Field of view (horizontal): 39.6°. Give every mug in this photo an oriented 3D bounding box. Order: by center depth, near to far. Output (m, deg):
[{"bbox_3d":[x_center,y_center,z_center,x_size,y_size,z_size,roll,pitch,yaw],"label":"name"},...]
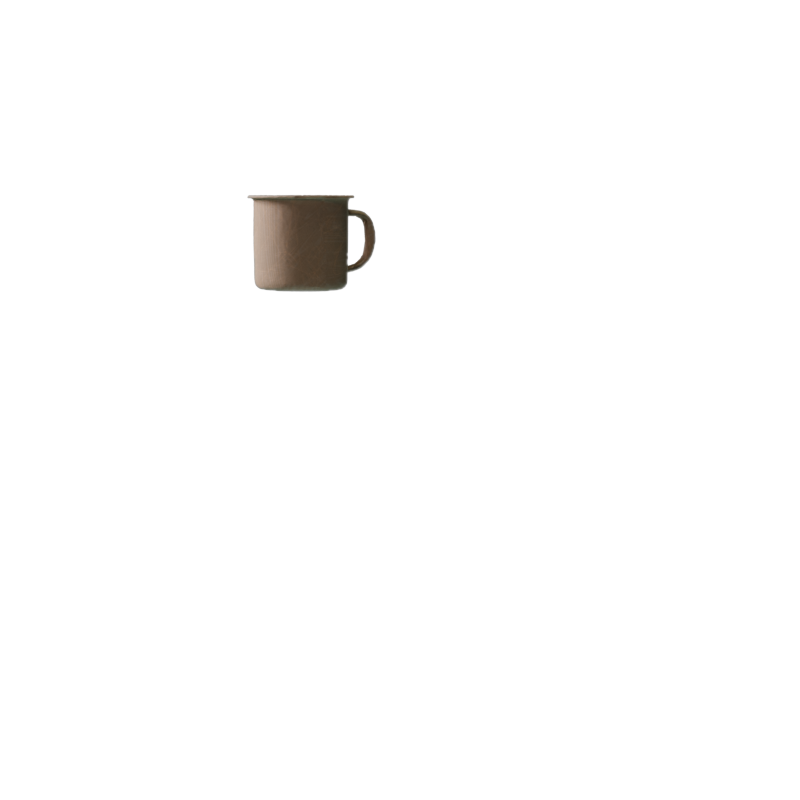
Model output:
[{"bbox_3d":[-0.076,-0.138,0.969,0.114,0.081,0.097,-4,8,-27],"label":"mug"}]
